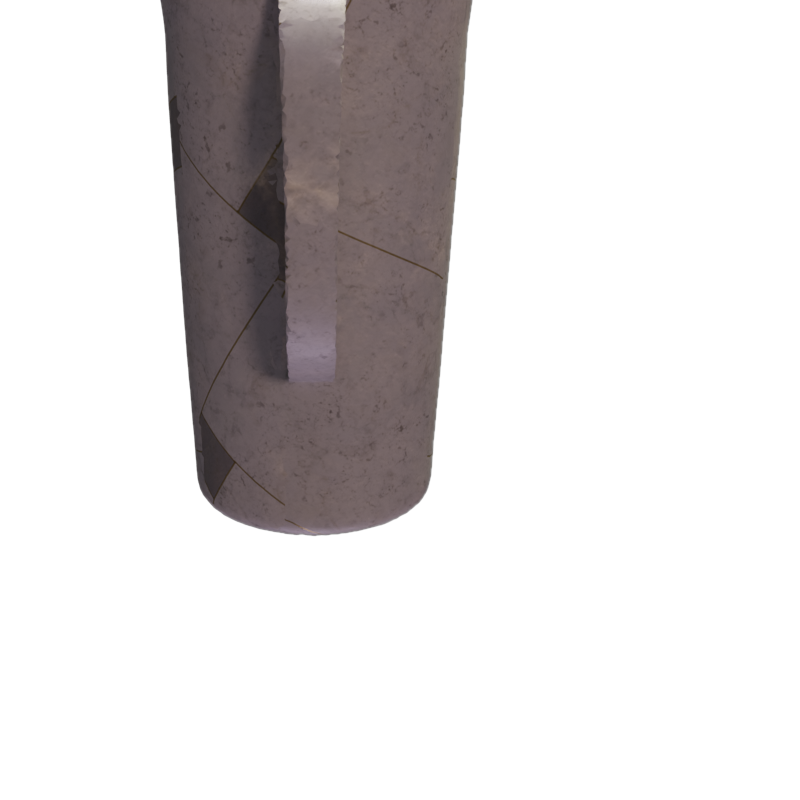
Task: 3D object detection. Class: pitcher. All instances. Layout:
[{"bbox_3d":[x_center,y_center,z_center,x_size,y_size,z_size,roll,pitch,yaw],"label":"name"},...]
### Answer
[{"bbox_3d":[-0.037,-0.068,0.479,0.153,0.236,0.146,13,19,41],"label":"pitcher"}]
